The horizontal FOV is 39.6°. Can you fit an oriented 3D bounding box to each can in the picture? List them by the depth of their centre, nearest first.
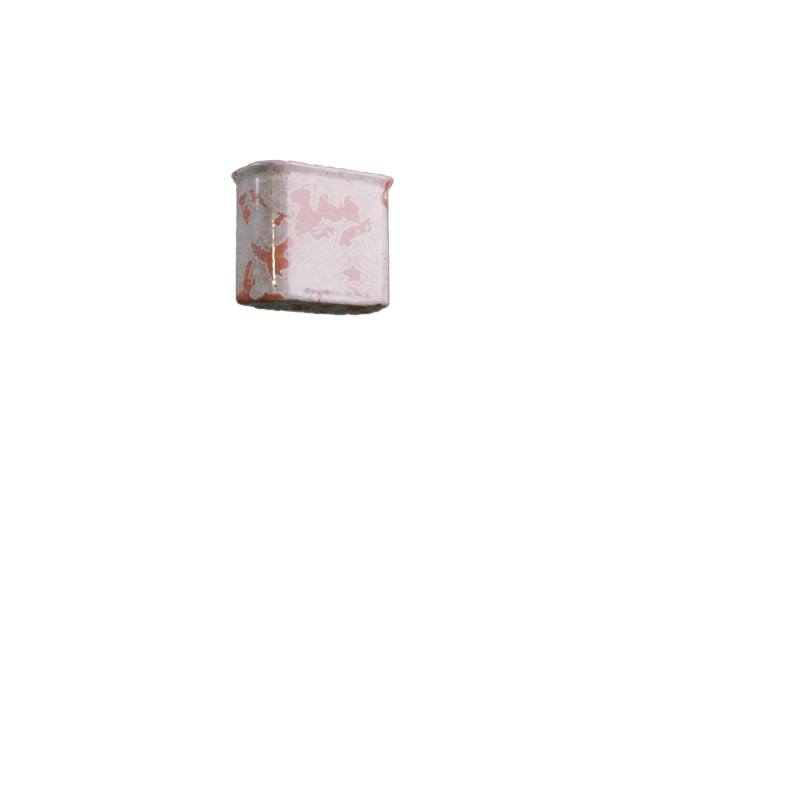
[{"bbox_3d":[-0.054,-0.099,0.691,0.098,0.086,0.059,3,-9,-33],"label":"can"}]
